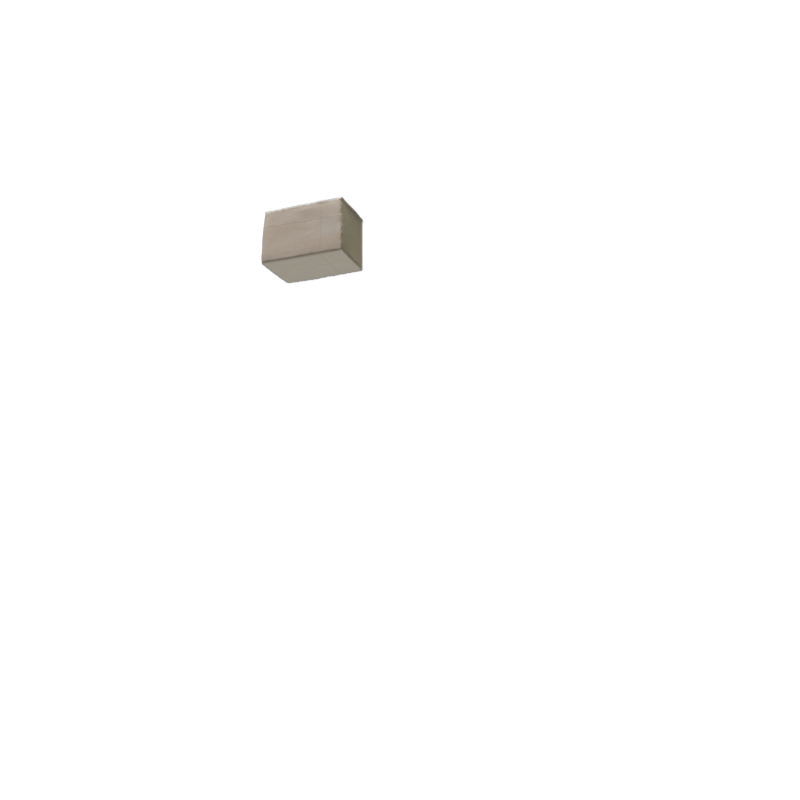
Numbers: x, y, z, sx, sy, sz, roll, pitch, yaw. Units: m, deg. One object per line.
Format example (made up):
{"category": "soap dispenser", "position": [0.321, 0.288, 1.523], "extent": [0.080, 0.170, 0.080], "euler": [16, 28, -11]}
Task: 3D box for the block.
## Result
{"category": "block", "position": [-0.077, -0.141, 0.987], "extent": [0.079, 0.054, 0.049], "euler": [-8, -22, 20]}
